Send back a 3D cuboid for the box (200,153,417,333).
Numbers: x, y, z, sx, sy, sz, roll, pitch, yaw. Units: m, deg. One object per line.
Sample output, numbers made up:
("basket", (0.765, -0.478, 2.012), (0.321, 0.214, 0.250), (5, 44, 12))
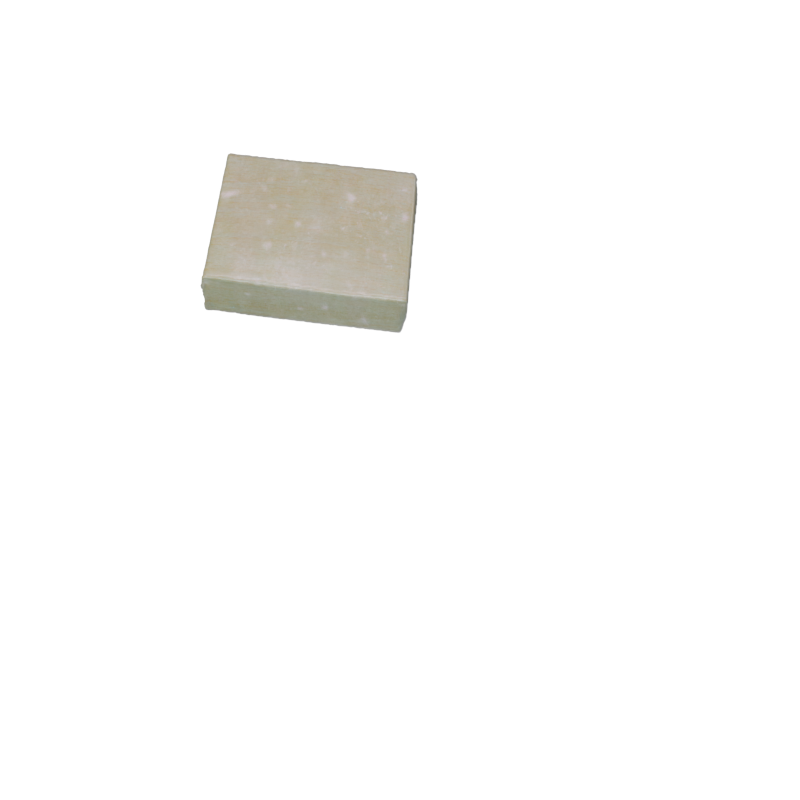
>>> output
("box", (-0.049, -0.089, 0.624), (0.114, 0.096, 0.036), (5, -35, 3))
